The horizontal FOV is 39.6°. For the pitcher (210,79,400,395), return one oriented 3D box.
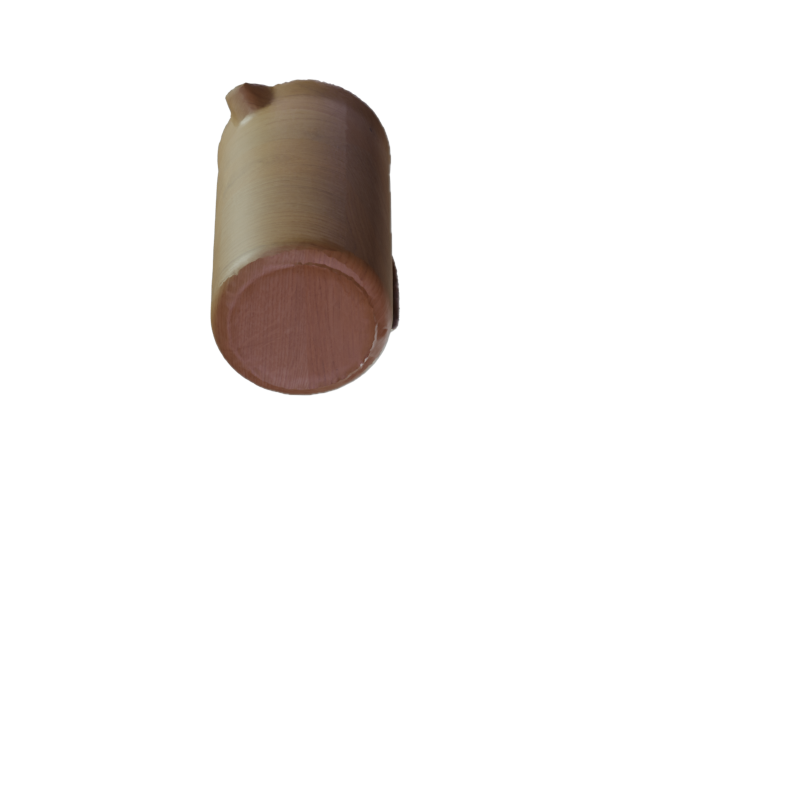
[{"bbox_3d":[-0.059,-0.108,0.754,0.148,0.137,0.259,7,33,-8],"label":"pitcher"}]
